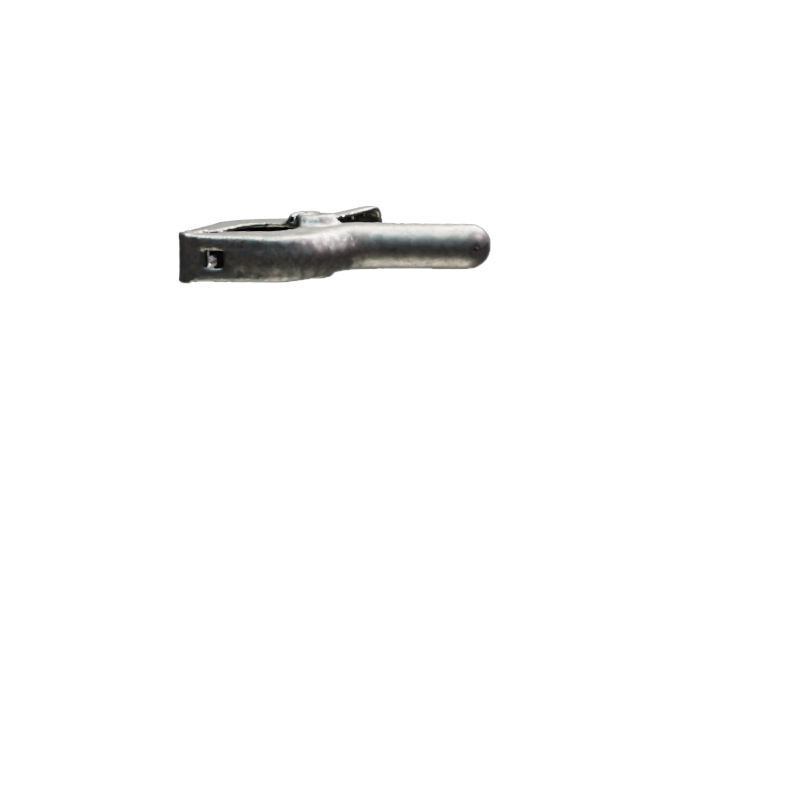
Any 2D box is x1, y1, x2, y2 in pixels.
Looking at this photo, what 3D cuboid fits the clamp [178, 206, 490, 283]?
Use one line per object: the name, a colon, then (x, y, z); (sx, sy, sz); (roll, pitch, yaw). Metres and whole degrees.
clamp: (-0.049, -0.090, 0.631); (0.167, 0.039, 0.125); (-5, 11, -24)
